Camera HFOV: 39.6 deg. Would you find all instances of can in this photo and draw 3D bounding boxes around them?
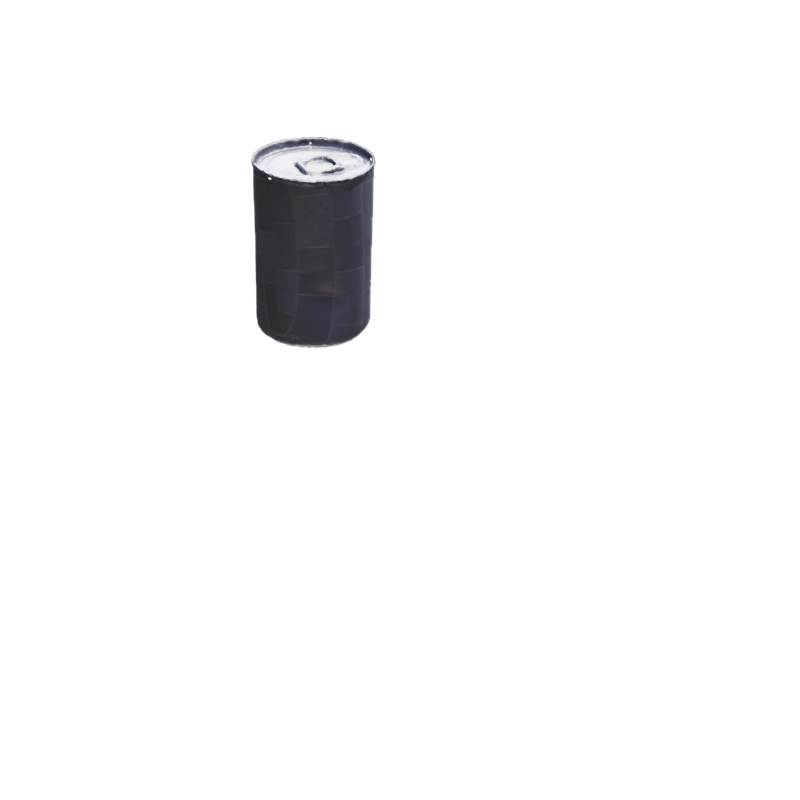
[{"bbox_3d":[-0.049,-0.089,0.627,0.068,0.097,0.073,0,28,-2],"label":"can"}]
